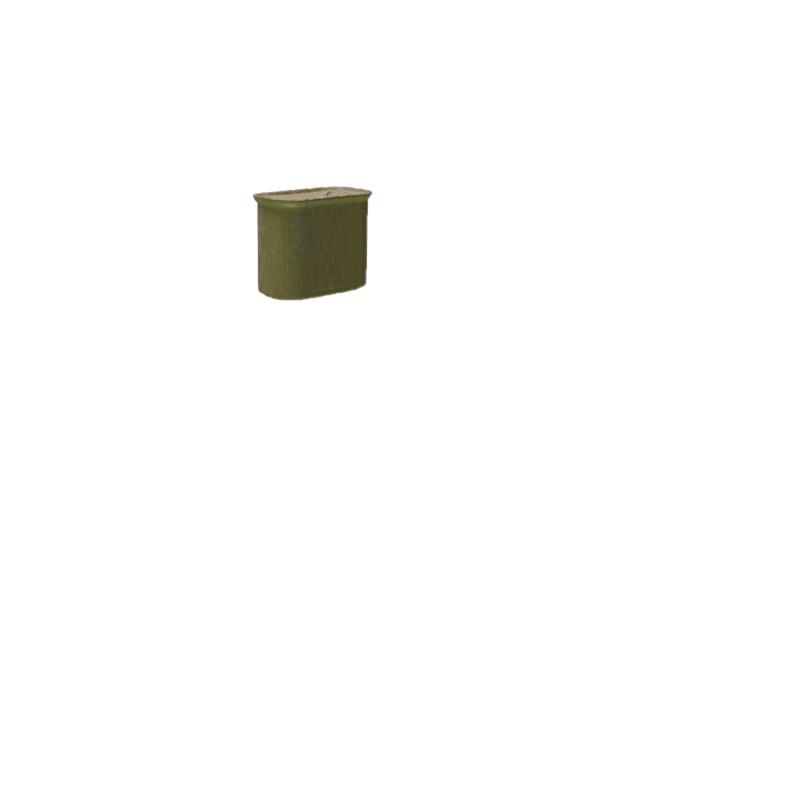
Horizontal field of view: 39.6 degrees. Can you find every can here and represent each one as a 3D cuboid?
[{"bbox_3d":[-0.073,-0.133,0.931,0.099,0.082,0.061,-12,18,-41],"label":"can"}]
